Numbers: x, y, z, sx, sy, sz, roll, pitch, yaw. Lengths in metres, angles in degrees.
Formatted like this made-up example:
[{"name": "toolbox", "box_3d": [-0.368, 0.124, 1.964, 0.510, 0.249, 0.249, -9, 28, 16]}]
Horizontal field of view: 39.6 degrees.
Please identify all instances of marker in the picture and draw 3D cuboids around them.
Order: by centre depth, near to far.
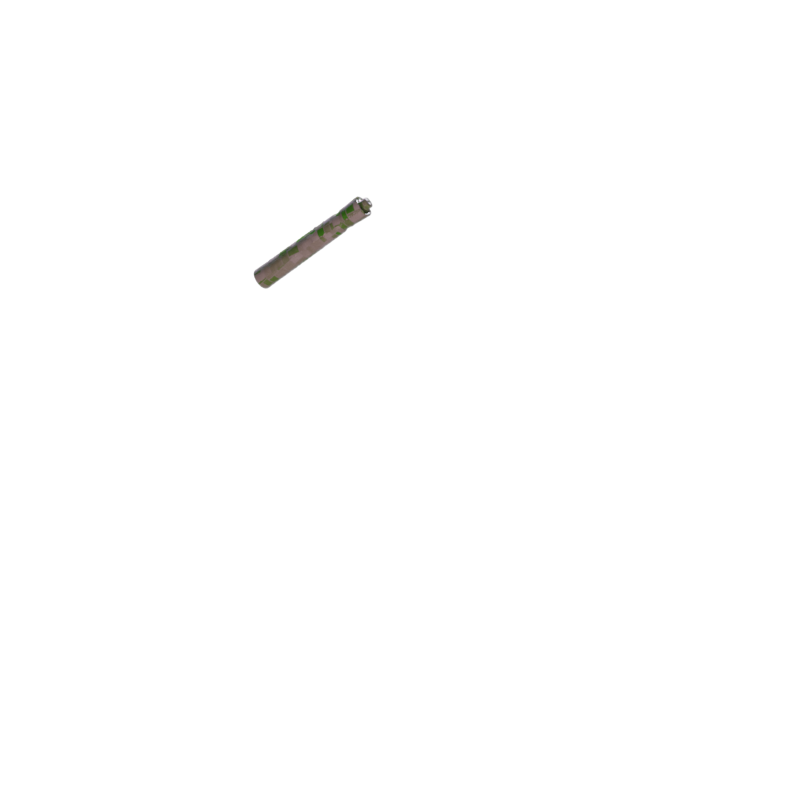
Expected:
[{"name": "marker", "box_3d": [-0.071, -0.130, 0.913, 0.120, 0.020, 0.019, -32, -11, 25]}]
